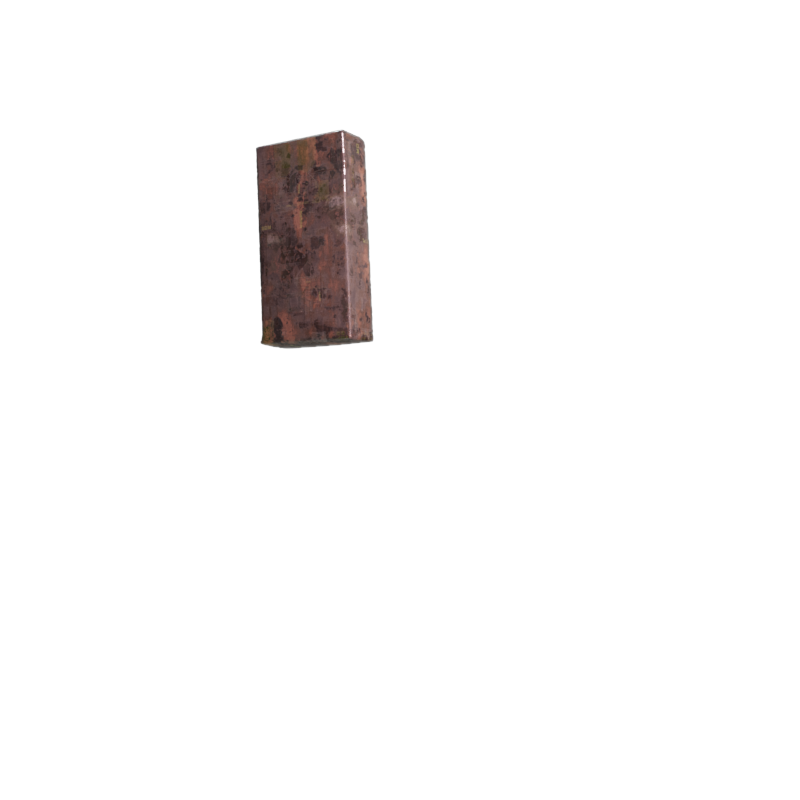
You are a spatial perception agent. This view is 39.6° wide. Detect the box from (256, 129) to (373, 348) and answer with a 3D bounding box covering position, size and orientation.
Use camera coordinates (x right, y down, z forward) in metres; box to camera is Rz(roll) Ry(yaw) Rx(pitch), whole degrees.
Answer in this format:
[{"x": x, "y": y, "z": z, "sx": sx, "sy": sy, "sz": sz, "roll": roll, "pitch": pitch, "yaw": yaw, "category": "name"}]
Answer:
[{"x": -0.074, "y": -0.135, "z": 0.947, "sx": 0.096, "sy": 0.181, "sz": 0.045, "roll": -6, "pitch": -12, "yaw": 31, "category": "box"}]
